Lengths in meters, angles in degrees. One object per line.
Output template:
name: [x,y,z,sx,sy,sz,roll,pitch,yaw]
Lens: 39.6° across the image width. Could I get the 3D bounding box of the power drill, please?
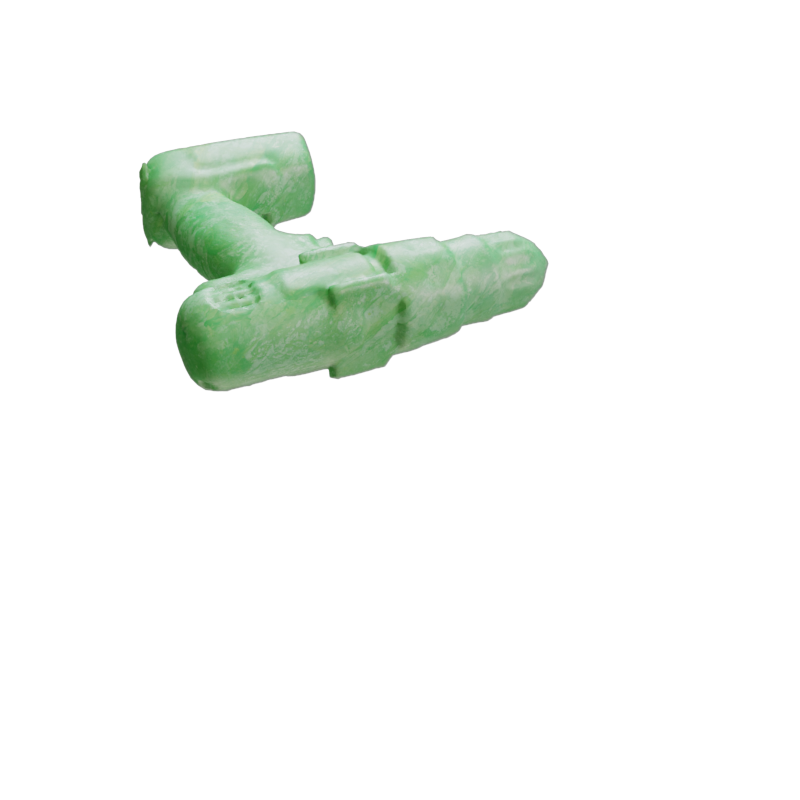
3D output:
power drill: [-0.045,-0.081,0.570,0.181,0.054,0.202,-14,34,-22]
